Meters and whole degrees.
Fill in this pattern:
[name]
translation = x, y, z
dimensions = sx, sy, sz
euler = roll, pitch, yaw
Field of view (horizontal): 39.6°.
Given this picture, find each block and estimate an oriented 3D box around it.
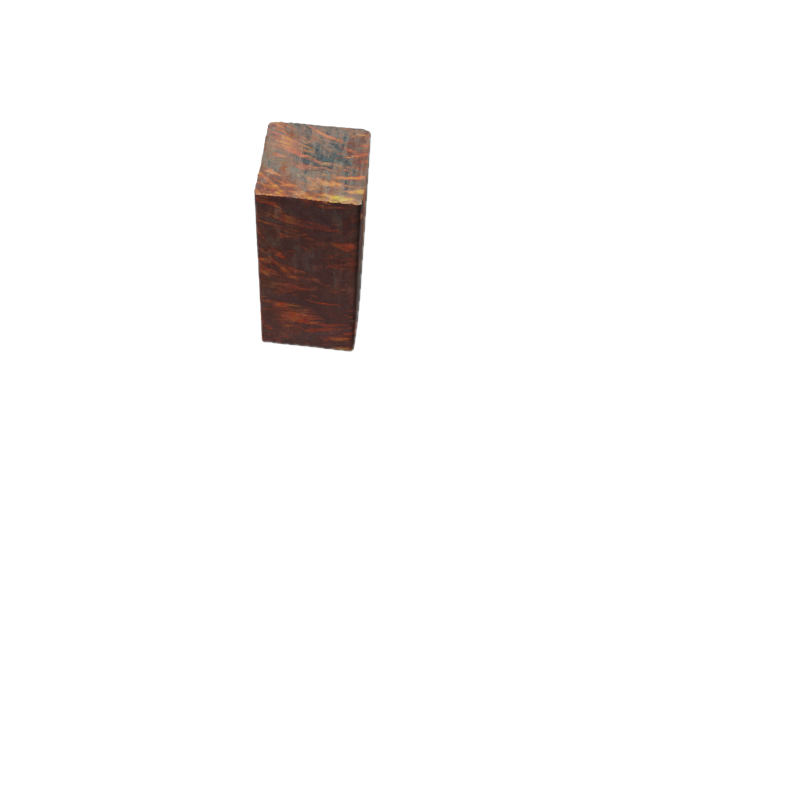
[block]
translation = -0.078, -0.143, 1.000
dimensions = 0.091, 0.096, 0.193
euler = 6, -36, 1
